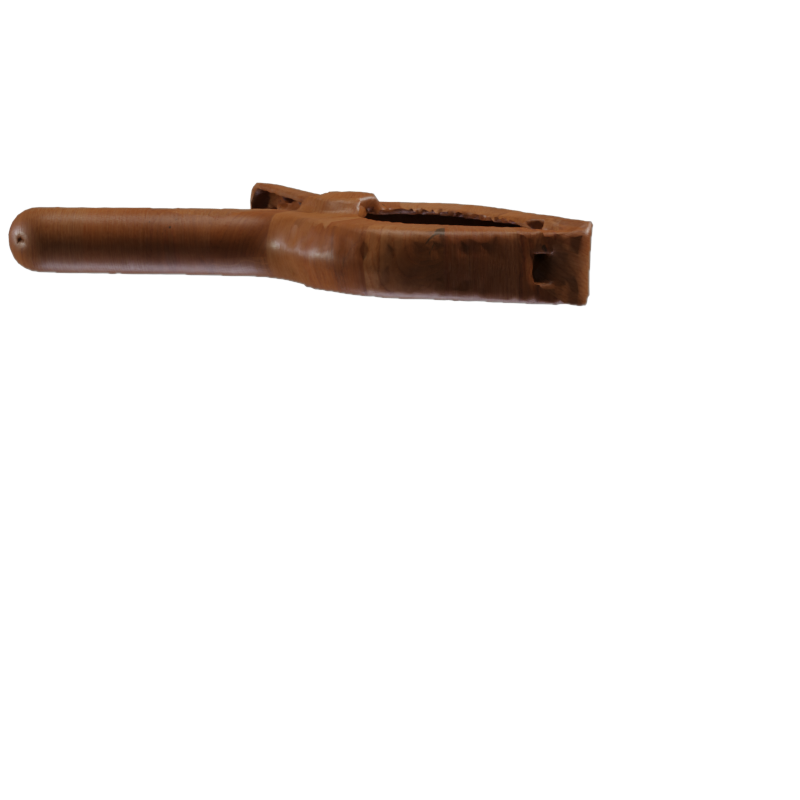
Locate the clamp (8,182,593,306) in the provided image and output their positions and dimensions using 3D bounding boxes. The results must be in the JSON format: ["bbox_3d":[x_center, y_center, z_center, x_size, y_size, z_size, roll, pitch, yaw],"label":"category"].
[{"bbox_3d":[-0.033,-0.061,0.427,0.221,0.035,0.161,13,21,37],"label":"clamp"}]
